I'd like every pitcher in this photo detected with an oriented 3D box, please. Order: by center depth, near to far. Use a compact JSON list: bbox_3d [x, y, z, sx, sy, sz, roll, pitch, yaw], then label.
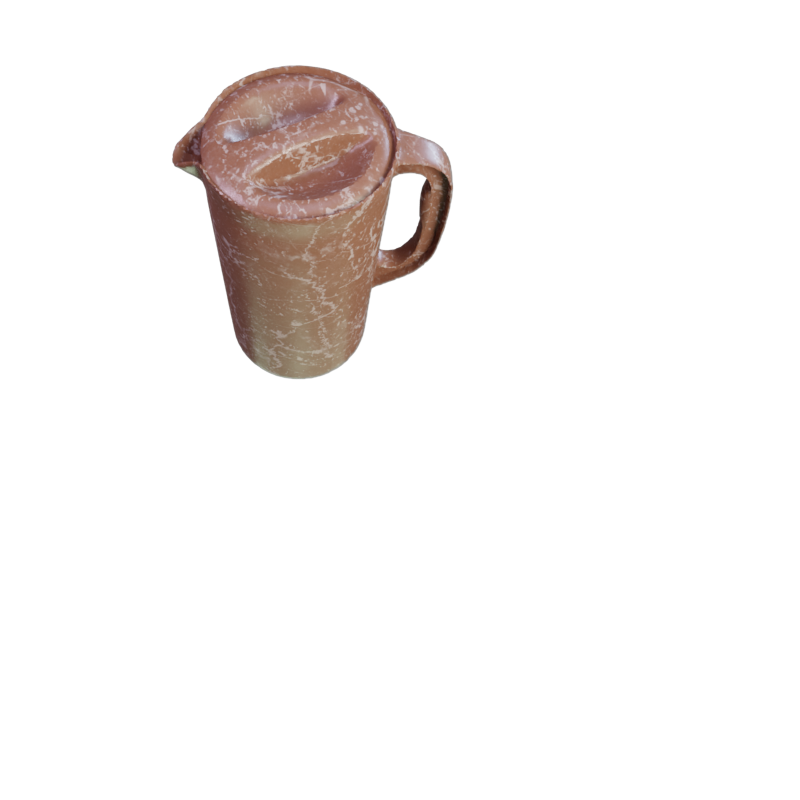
[{"bbox_3d":[-0.064,-0.116,0.814,0.157,0.147,0.228,40,-25,19],"label":"pitcher"}]
